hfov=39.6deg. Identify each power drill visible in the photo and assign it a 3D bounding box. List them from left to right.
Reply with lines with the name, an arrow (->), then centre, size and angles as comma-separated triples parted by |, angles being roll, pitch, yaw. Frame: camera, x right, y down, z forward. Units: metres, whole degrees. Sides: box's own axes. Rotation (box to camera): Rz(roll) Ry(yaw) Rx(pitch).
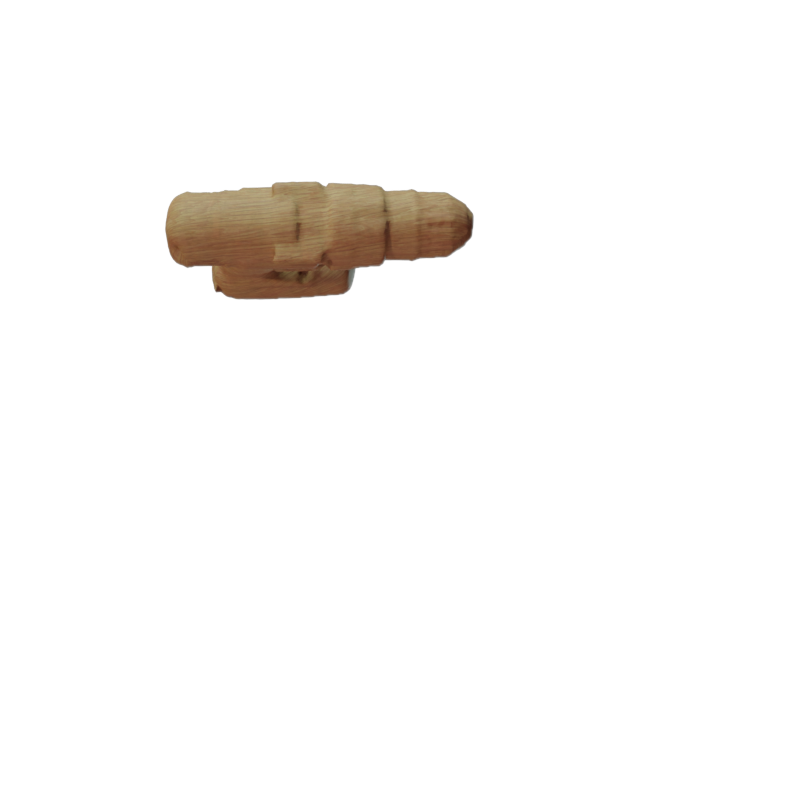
power drill -> -0.057, -0.105, 0.733 | 0.183, 0.058, 0.186 | 0, -2, -6
